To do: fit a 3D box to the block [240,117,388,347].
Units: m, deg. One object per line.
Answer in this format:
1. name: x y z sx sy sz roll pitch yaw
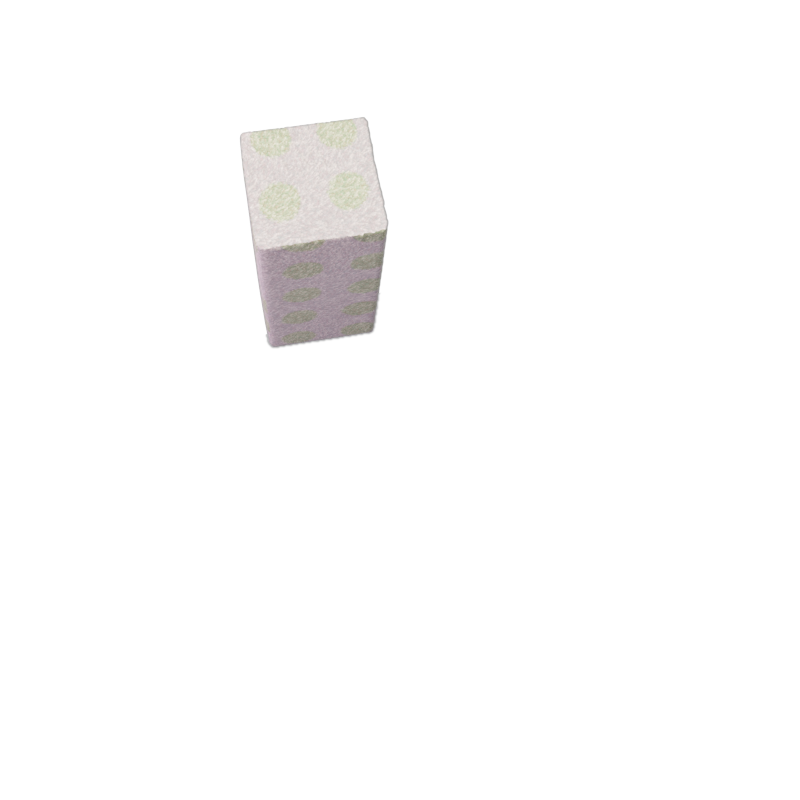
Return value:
1. block: -0.065 -0.118 0.833 0.090 0.095 0.197 -8 -17 -6
